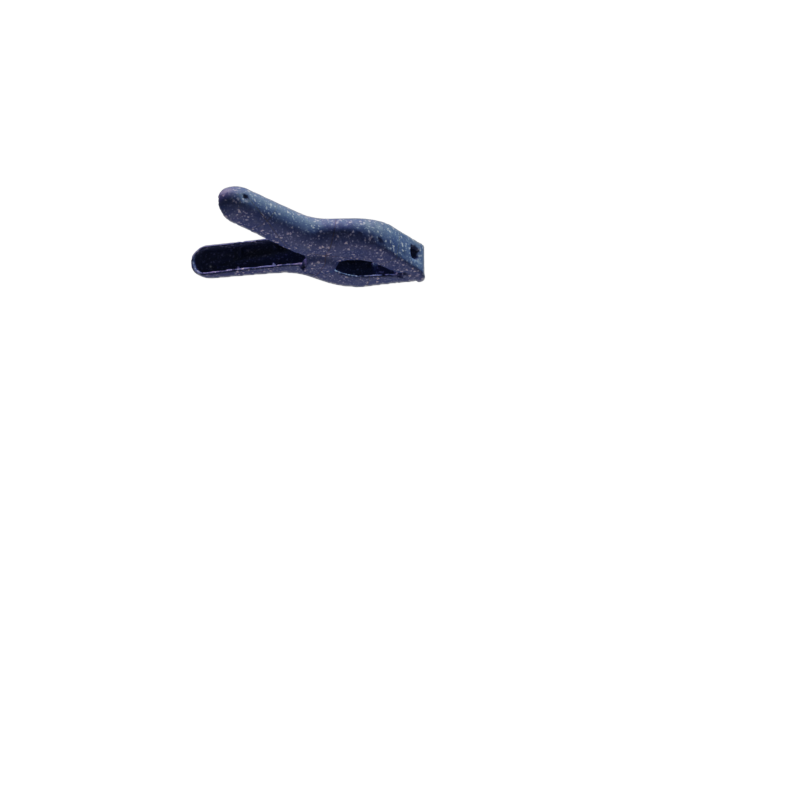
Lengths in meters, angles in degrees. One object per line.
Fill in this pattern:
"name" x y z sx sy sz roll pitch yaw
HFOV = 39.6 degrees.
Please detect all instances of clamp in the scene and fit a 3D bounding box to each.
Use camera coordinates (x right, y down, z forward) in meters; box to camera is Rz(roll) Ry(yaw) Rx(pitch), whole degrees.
"clamp" -0.062 -0.112 0.788 0.170 0.041 0.117 2 -12 -8
